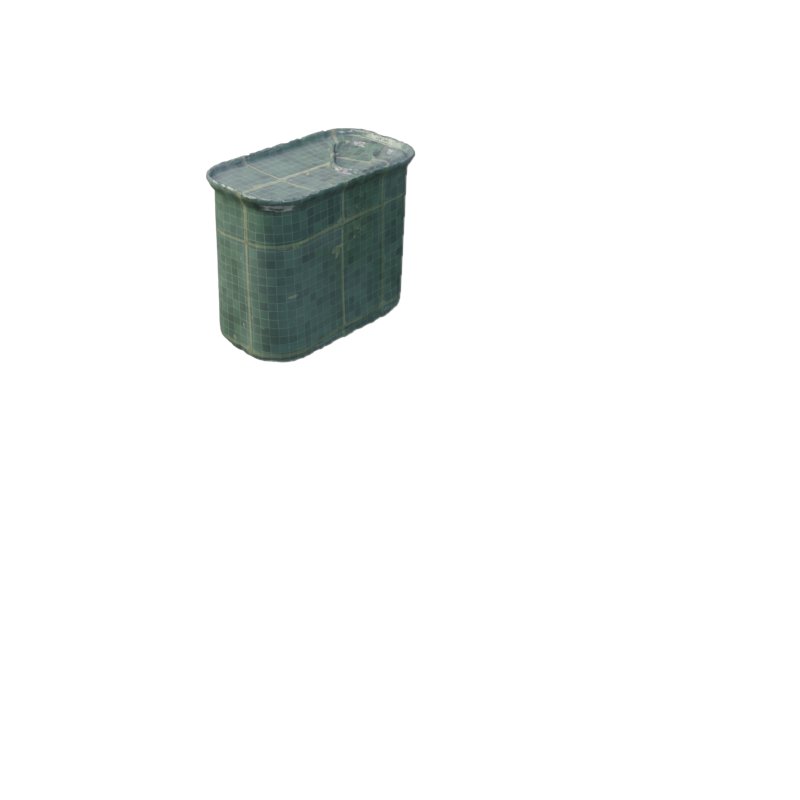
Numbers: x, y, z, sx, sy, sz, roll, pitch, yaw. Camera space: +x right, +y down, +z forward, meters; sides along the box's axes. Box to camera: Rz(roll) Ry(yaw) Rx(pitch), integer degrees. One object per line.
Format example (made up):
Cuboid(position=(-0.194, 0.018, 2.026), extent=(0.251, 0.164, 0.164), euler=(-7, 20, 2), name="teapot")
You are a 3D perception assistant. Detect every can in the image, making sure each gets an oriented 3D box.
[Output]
Cuboid(position=(-0.042, -0.076, 0.533), extent=(0.061, 0.079, 0.101), euler=(24, 37, 36), name="can")
